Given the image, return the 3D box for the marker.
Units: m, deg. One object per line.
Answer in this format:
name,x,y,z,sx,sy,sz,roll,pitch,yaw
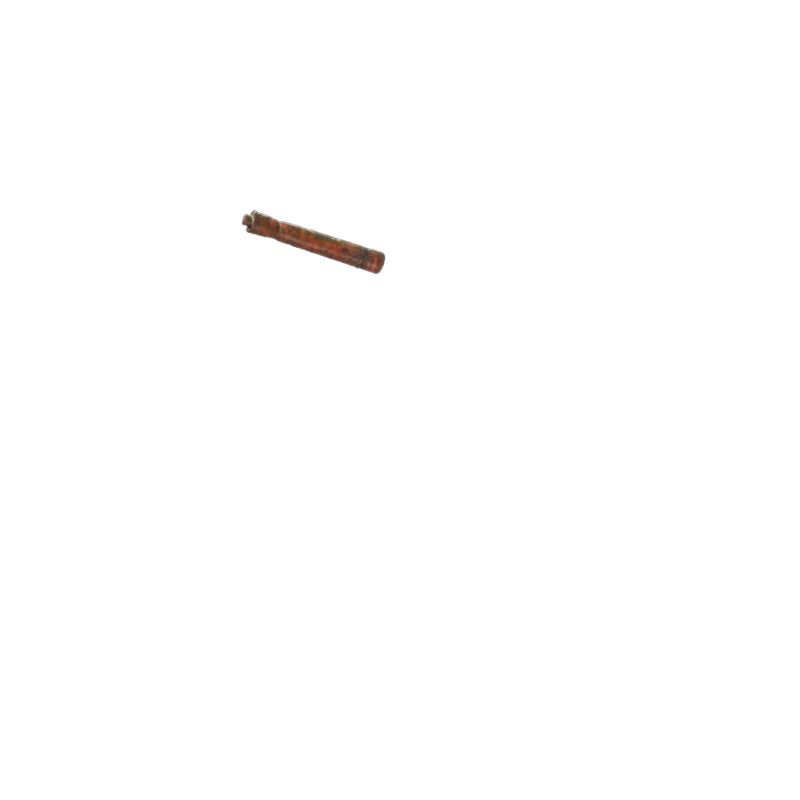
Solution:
marker,-0.070,-0.127,0.891,0.117,0.020,0.020,16,-2,-17
